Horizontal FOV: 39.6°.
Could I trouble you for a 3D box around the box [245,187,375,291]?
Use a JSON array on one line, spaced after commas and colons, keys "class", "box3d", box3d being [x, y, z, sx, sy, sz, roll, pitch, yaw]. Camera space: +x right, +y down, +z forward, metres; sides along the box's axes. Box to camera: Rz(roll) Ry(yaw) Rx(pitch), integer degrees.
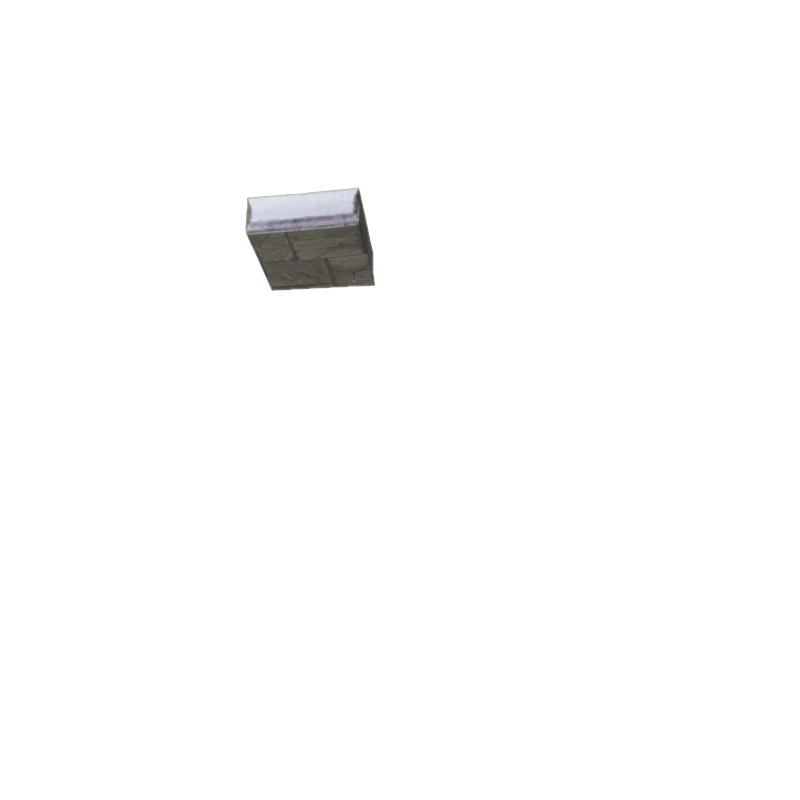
[{"class": "box", "box3d": [-0.057, -0.104, 0.732, 0.074, 0.032, 0.084, -3, -22, 7]}]
